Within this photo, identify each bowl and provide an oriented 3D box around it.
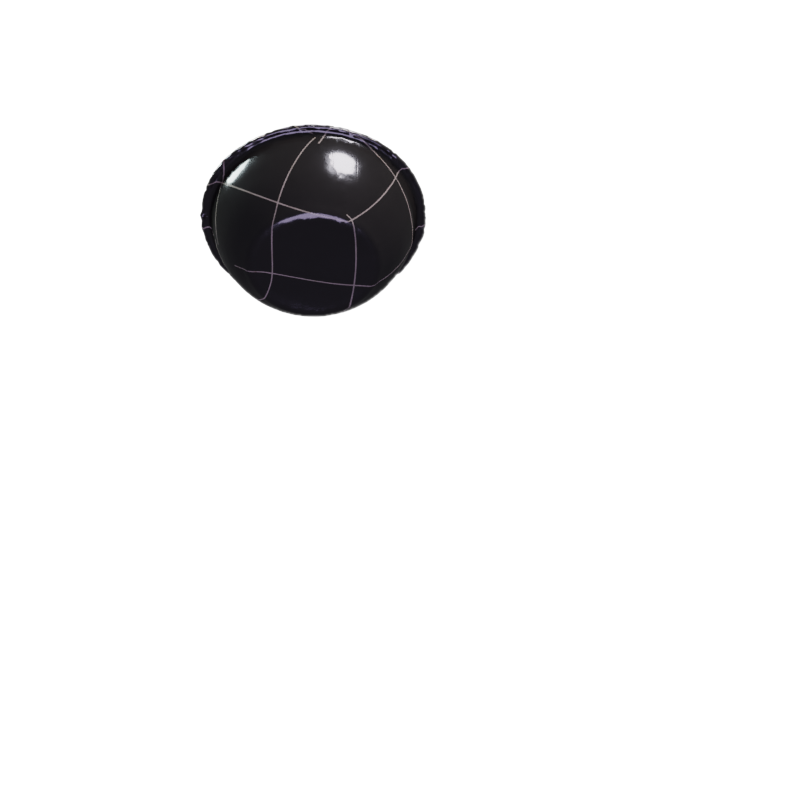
[{"bbox_3d":[-0.061,-0.111,0.779,0.162,0.151,0.059,1,42,-1],"label":"bowl"}]
